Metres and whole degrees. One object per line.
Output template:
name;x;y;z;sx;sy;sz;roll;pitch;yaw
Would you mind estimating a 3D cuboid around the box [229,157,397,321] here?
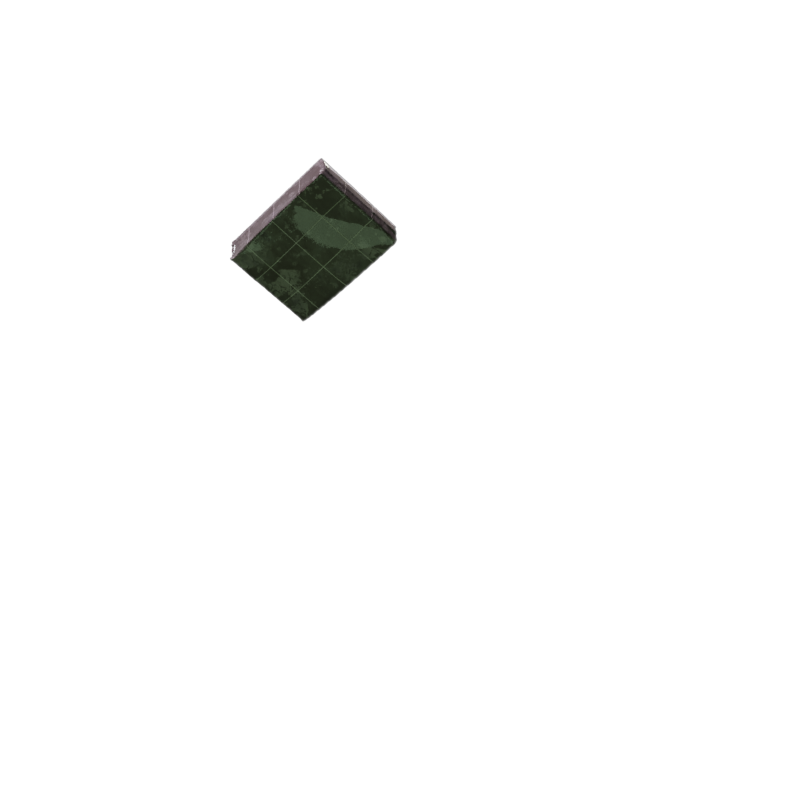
box;-0.073;-0.132;0.928;0.112;0.086;0.041;-41;20;17
